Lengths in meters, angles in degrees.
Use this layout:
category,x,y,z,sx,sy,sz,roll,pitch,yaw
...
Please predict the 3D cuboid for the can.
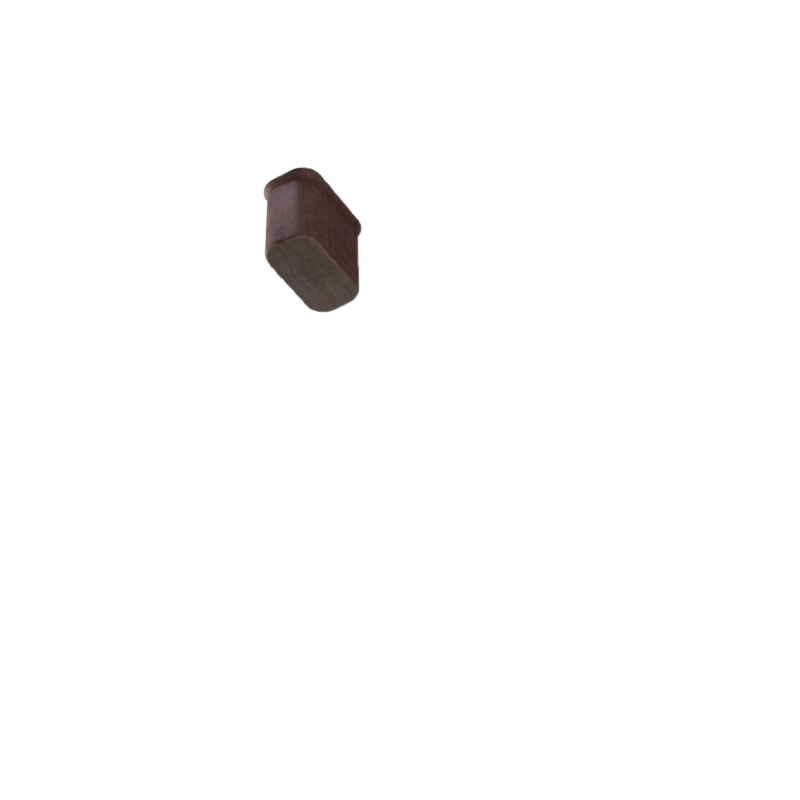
category,x,y,z,sx,sy,sz,roll,pitch,yaw
can,-0.076,-0.139,0.975,0.058,0.090,0.094,-23,-46,22
